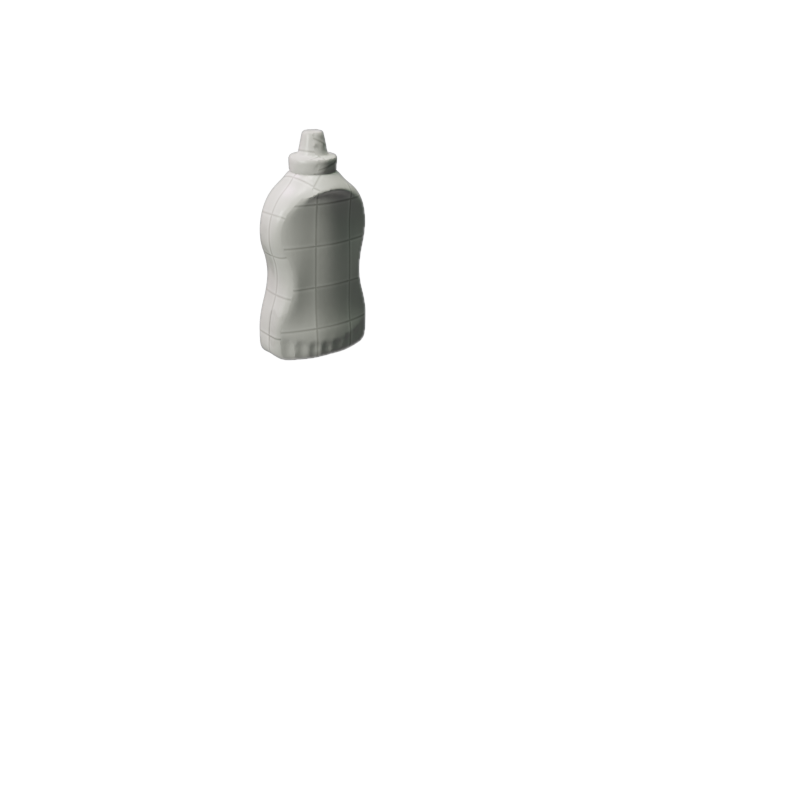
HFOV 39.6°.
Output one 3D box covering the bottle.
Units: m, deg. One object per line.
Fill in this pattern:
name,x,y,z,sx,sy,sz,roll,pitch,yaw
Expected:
bottle,-0.074,-0.135,0.947,0.094,0.184,0.062,-12,22,-34
